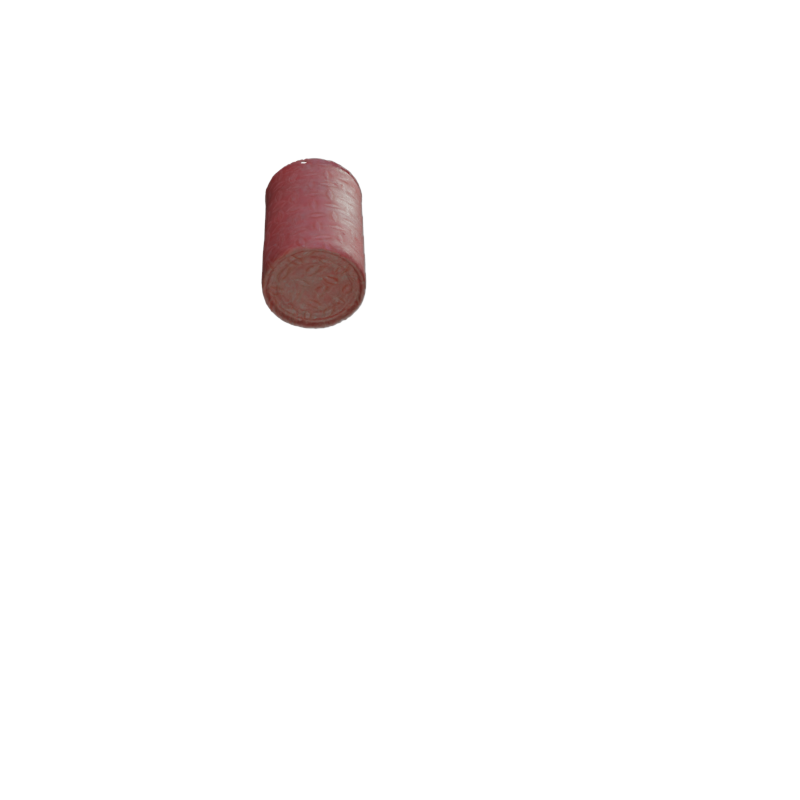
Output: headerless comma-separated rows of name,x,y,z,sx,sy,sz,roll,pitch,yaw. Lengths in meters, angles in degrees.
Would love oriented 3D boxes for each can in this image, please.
can,-0.057,-0.105,0.732,0.068,0.064,0.110,-1,41,-3
